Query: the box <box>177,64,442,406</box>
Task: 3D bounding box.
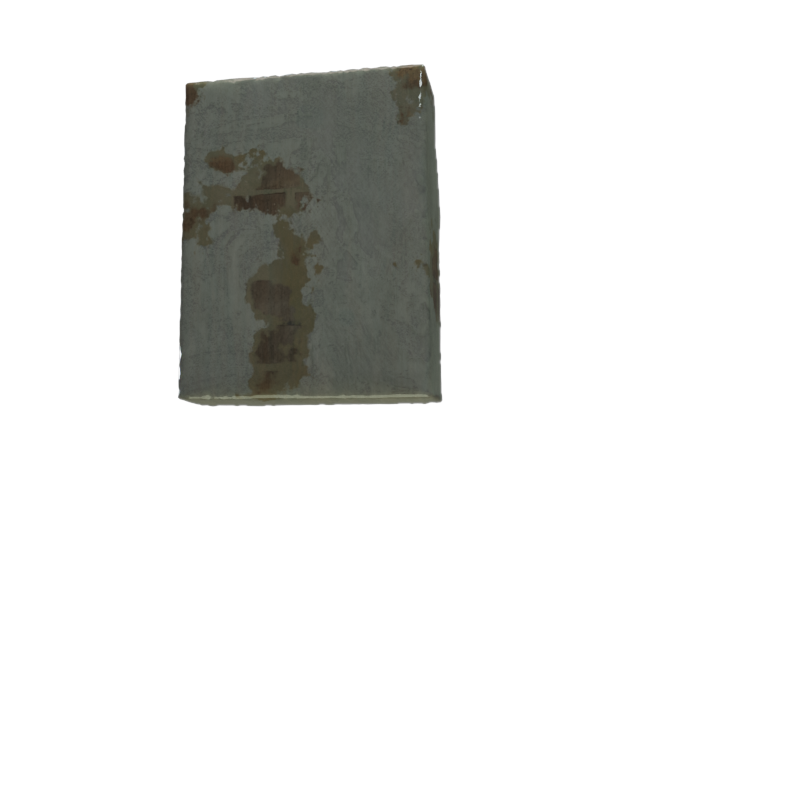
[{"bbox_3d":[-0.058,-0.105,0.735,0.166,0.220,0.069,-2,-11,11],"label":"box"}]
